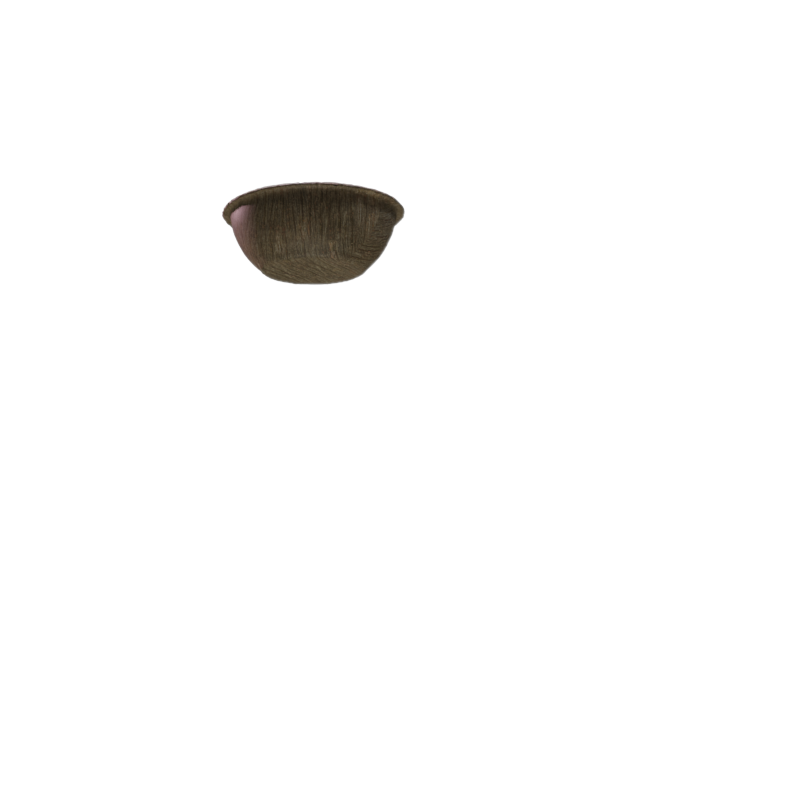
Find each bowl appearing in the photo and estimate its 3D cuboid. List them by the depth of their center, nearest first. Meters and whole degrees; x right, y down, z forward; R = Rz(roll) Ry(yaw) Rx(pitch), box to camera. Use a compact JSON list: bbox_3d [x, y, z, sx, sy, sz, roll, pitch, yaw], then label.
[{"bbox_3d":[-0.077,-0.140,0.978,0.162,0.057,0.157,0,-11,-2],"label":"bowl"}]
